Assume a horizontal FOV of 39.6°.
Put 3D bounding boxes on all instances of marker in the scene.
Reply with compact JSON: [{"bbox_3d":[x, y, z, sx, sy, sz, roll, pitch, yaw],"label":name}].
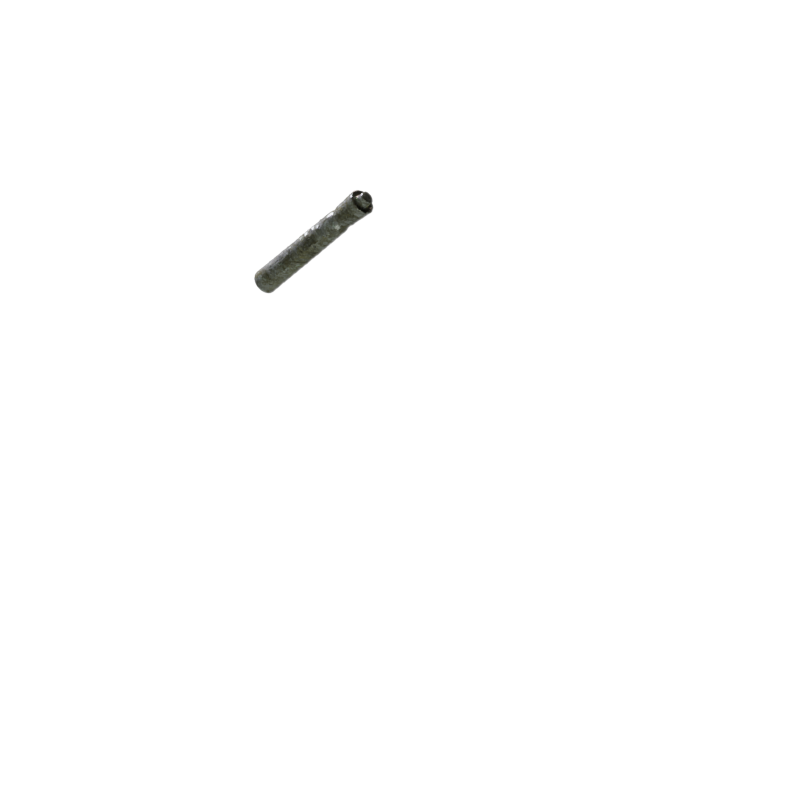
[{"bbox_3d":[-0.060,-0.110,0.773,0.019,0.021,0.120,-3,-22,-46],"label":"marker"}]
